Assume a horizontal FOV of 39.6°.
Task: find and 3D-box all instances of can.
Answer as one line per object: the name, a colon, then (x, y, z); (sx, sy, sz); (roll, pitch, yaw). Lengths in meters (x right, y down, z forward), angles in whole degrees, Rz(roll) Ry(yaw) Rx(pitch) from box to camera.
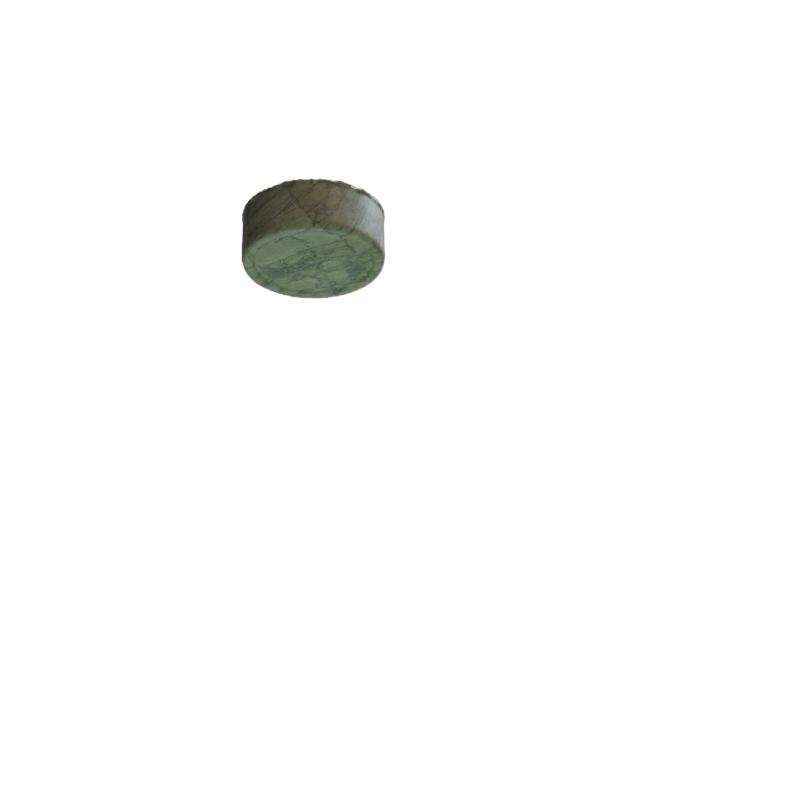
can: (-0.051, -0.094, 0.658); (0.086, 0.036, 0.081); (1, -26, -2)
